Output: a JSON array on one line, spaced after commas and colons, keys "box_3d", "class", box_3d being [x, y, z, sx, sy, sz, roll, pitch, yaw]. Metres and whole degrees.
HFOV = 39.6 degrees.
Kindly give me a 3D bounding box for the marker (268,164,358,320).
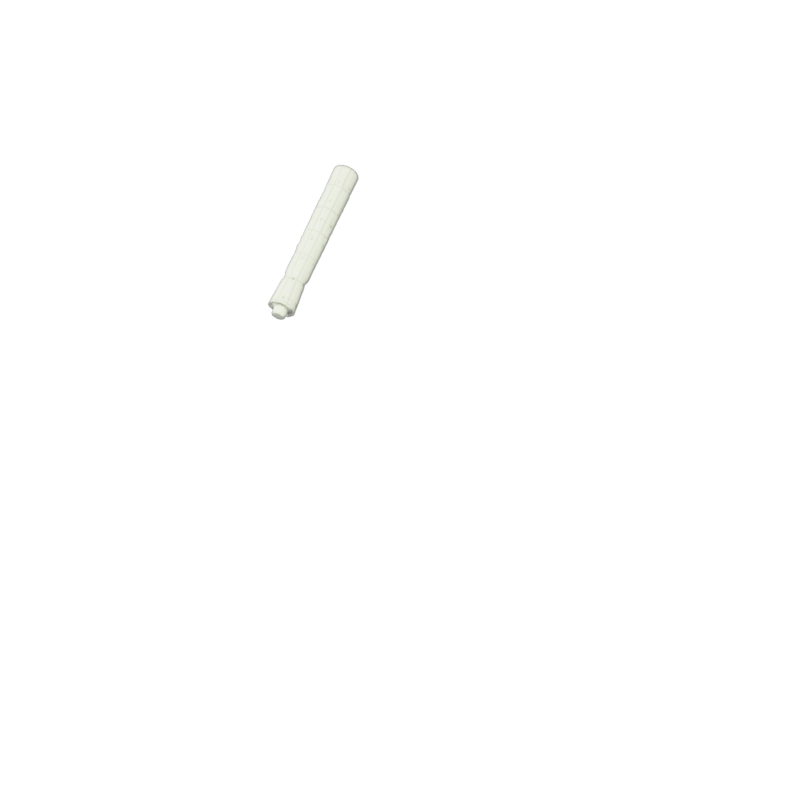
[{"box_3d": [-0.058, -0.106, 0.745, 0.020, 0.126, 0.019, 19, -27, 7], "class": "marker"}]
